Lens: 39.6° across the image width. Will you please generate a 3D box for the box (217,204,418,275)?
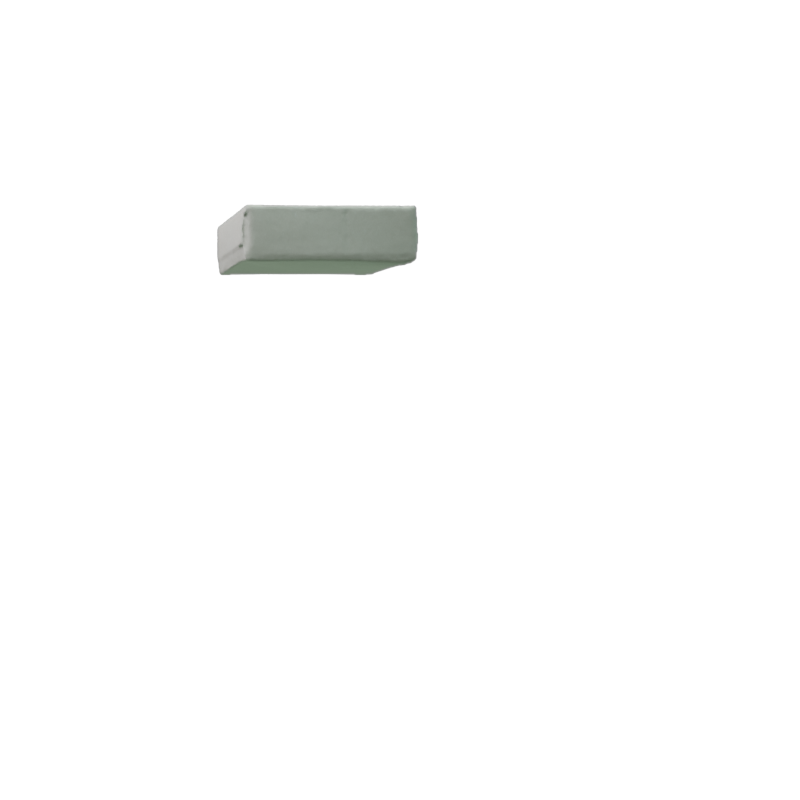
[{"bbox_3d":[-0.056,-0.102,0.715,0.111,0.039,0.091,0,0,-17],"label":"box"}]
